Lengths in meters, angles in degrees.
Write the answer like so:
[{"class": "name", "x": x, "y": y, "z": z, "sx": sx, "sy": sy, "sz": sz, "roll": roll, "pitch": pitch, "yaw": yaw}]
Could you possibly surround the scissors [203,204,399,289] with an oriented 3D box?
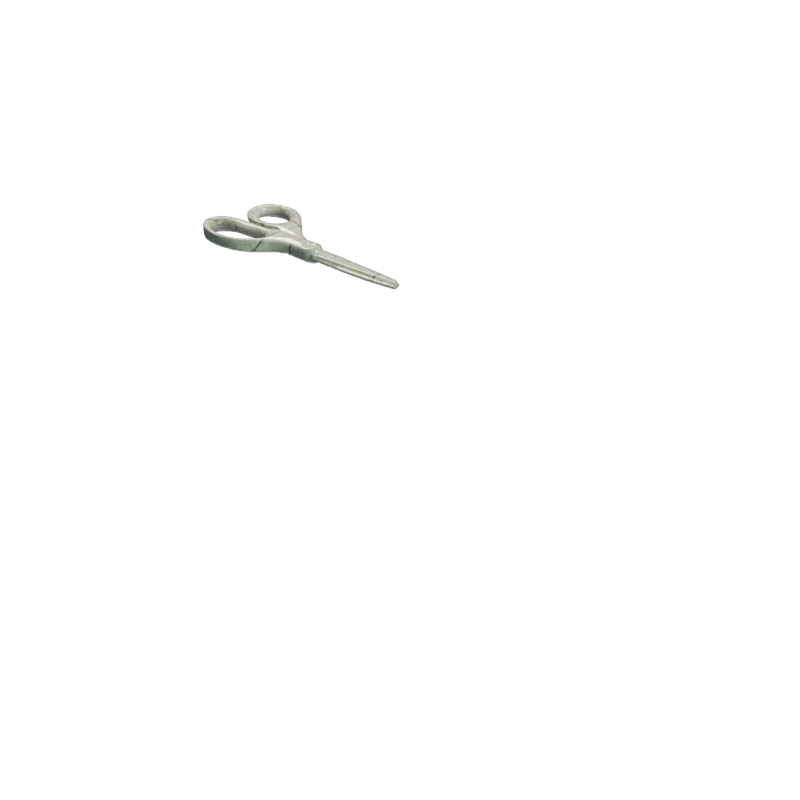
[{"class": "scissors", "x": -0.075, "y": -0.137, "z": 0.956, "sx": 0.210, "sy": 0.015, "sz": 0.098, "roll": 15, "pitch": 34, "yaw": 24}]
